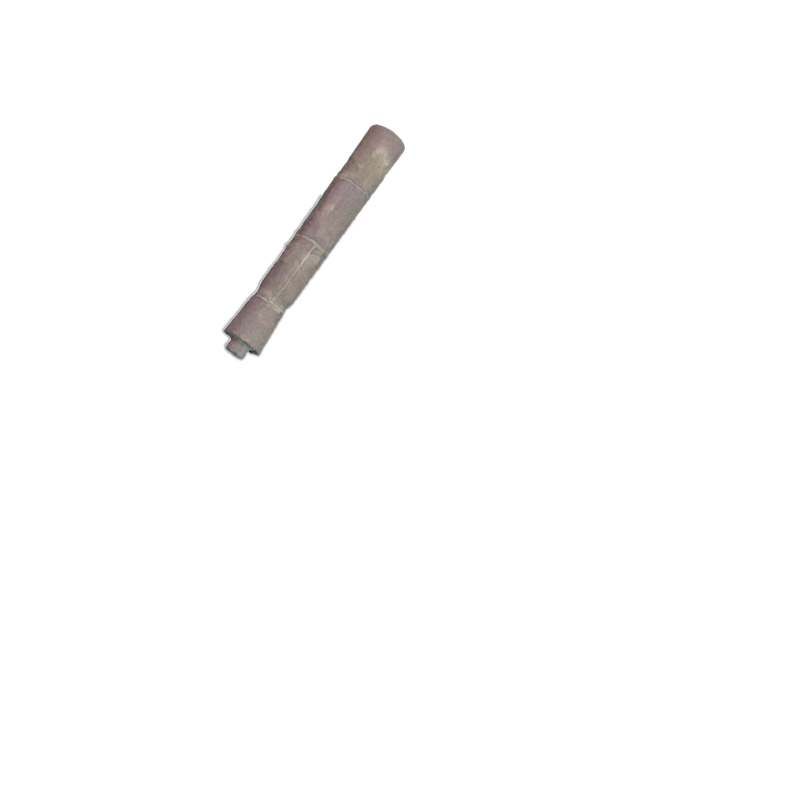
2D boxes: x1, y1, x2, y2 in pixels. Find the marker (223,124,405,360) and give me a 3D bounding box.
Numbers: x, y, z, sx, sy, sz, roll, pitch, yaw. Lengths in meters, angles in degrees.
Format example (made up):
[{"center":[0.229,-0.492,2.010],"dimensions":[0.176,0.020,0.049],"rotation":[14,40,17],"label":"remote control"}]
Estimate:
[{"center":[-0.038,-0.069,0.484],"dimensions":[0.020,0.123,0.019],"rotation":[32,-16,6],"label":"marker"}]
